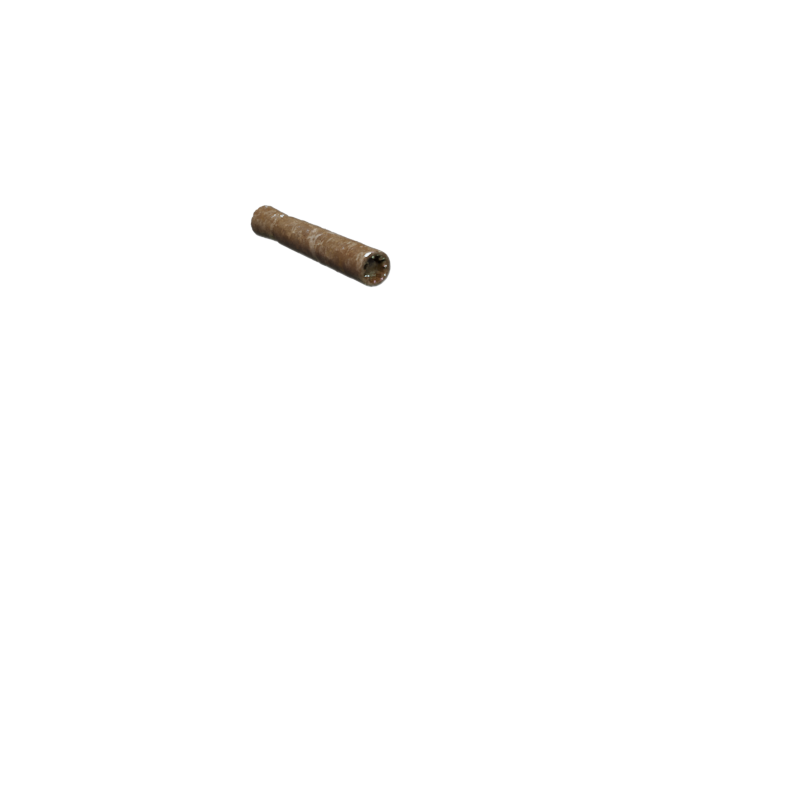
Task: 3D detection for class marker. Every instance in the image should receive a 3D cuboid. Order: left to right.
[{"bbox_3d":[-0.047,-0.085,0.595,0.019,0.019,0.129,-3,20,-34],"label":"marker"}]
